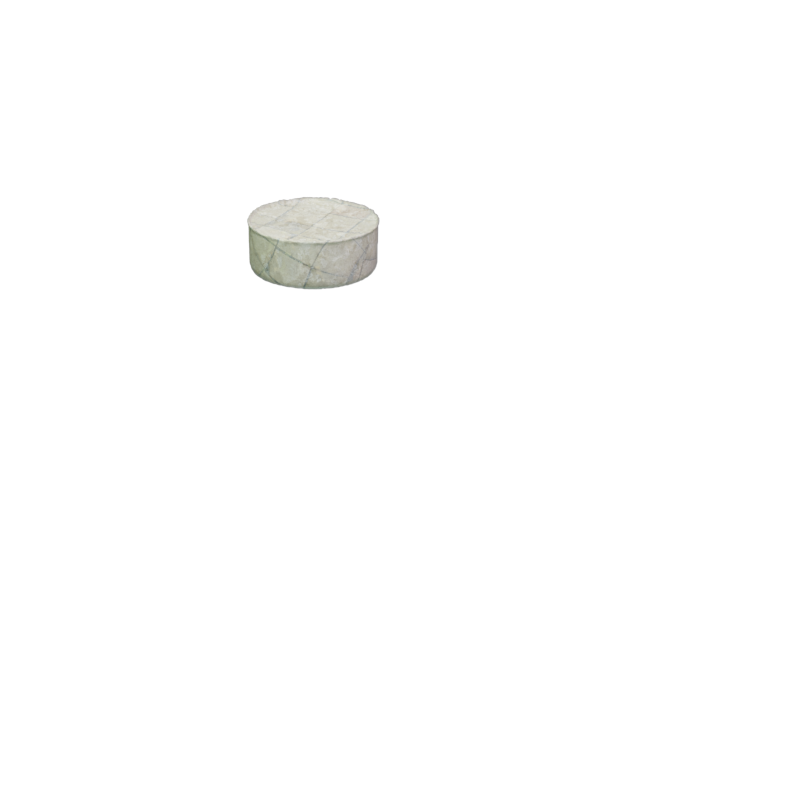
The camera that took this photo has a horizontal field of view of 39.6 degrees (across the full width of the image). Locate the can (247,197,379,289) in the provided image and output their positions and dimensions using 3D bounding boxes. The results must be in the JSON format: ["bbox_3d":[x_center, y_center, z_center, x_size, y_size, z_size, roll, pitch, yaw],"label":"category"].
[{"bbox_3d":[-0.057,-0.103,0.724,0.086,0.032,0.091,-1,27,-2],"label":"can"}]
